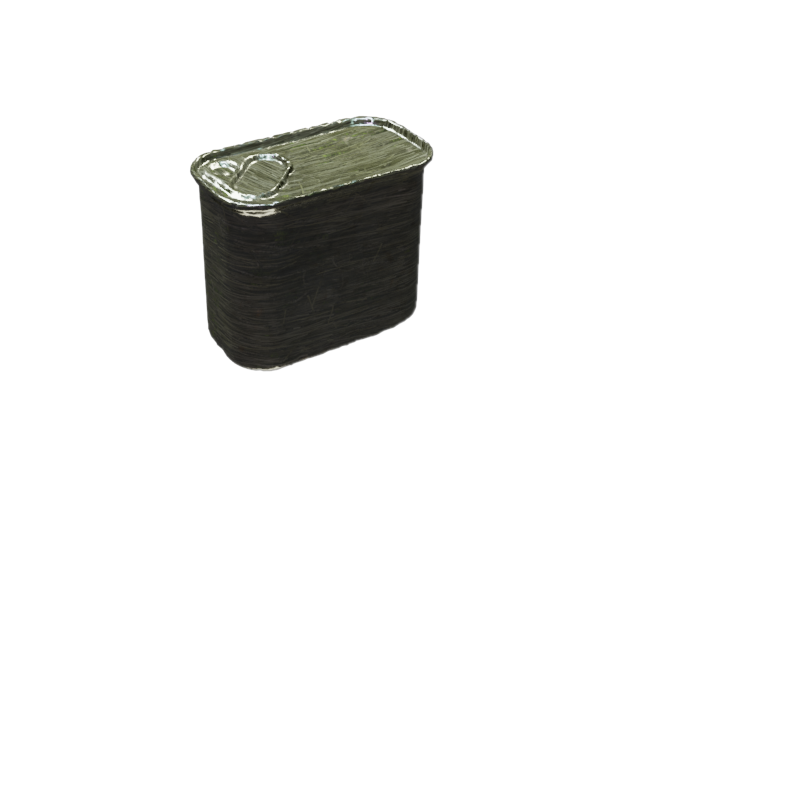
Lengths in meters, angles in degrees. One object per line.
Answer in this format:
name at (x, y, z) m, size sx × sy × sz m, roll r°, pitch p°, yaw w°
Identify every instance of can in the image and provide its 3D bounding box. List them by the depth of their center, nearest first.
can at (-0.038, -0.070, 0.489) m, size 0.101 × 0.079 × 0.062 m, roll -19°, pitch 39°, yaw -27°
